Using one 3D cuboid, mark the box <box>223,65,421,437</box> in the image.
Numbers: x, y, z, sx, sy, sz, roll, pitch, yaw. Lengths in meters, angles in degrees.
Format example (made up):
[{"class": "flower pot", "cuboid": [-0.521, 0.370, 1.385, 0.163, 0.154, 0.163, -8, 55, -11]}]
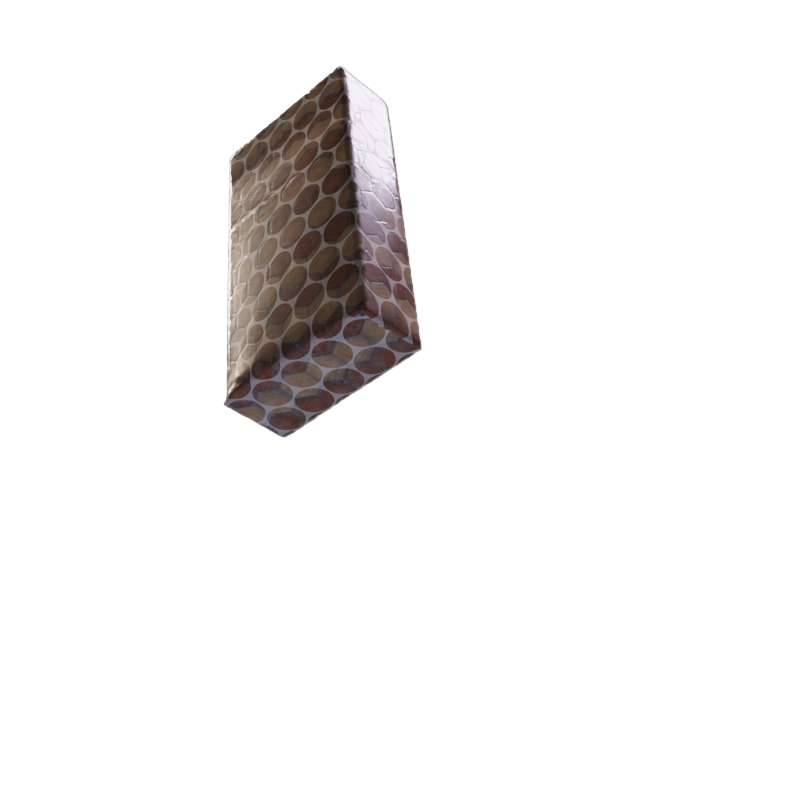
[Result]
[{"class": "box", "cuboid": [-0.043, -0.080, 0.557, 0.093, 0.189, 0.045, -33, -50, 29]}]
